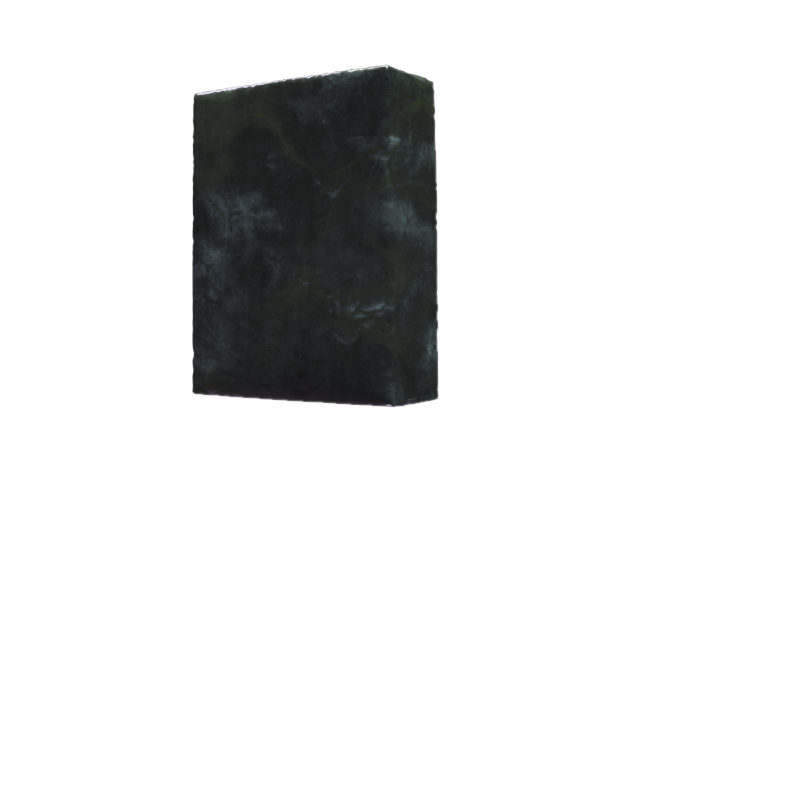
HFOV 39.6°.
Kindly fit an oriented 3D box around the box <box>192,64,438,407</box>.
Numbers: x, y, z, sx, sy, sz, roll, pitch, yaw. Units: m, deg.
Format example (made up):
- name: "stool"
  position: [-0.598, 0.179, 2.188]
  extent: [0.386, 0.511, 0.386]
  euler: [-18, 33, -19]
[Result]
- name: "box"
  position: [-0.059, -0.108, 0.754]
  extent: [0.170, 0.215, 0.069]
  euler: [0, -2, 33]
